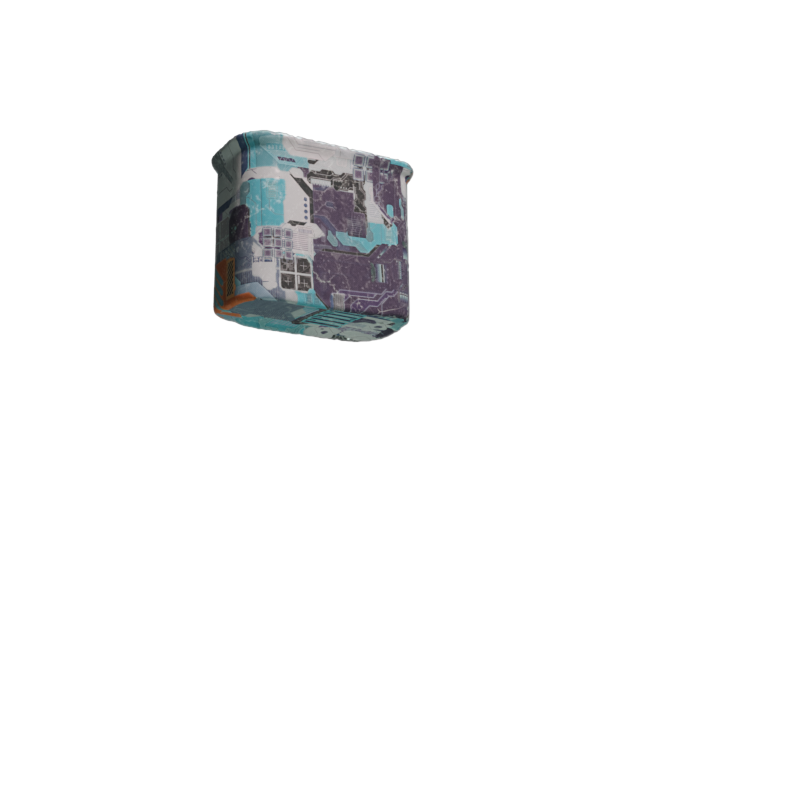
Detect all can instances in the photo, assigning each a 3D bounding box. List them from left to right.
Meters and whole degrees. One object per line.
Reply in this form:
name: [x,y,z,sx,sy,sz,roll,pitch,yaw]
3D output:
can: [-0.043,-0.079,0.555,0.098,0.087,0.057,8,-19,-29]
